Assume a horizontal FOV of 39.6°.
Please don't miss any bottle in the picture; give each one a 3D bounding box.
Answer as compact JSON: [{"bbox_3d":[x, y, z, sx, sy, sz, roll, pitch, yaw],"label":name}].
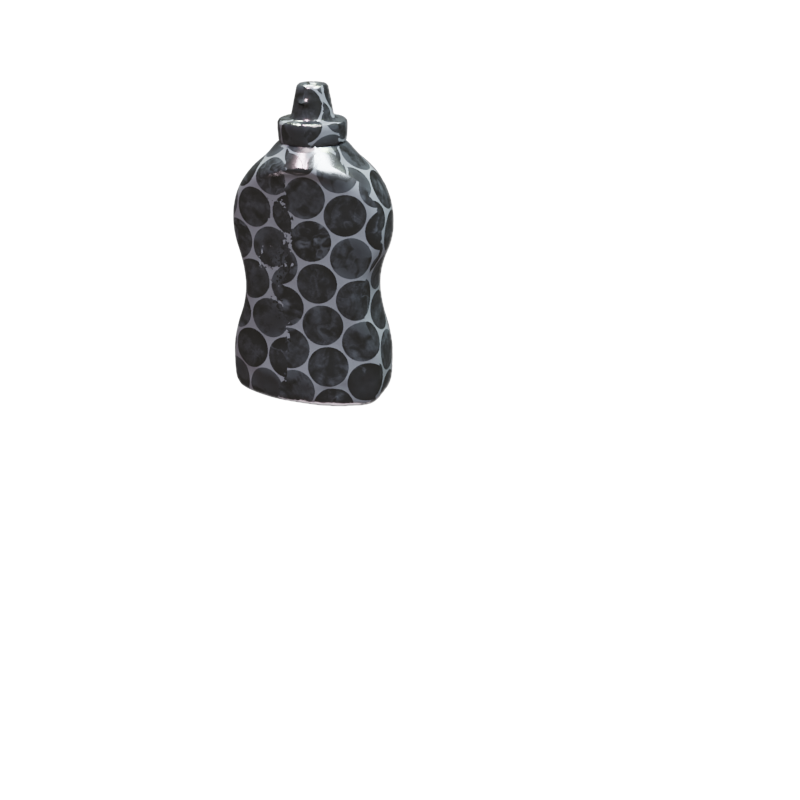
[{"bbox_3d":[-0.052,-0.095,0.668,0.099,0.184,0.059,8,19,19],"label":"bottle"}]
